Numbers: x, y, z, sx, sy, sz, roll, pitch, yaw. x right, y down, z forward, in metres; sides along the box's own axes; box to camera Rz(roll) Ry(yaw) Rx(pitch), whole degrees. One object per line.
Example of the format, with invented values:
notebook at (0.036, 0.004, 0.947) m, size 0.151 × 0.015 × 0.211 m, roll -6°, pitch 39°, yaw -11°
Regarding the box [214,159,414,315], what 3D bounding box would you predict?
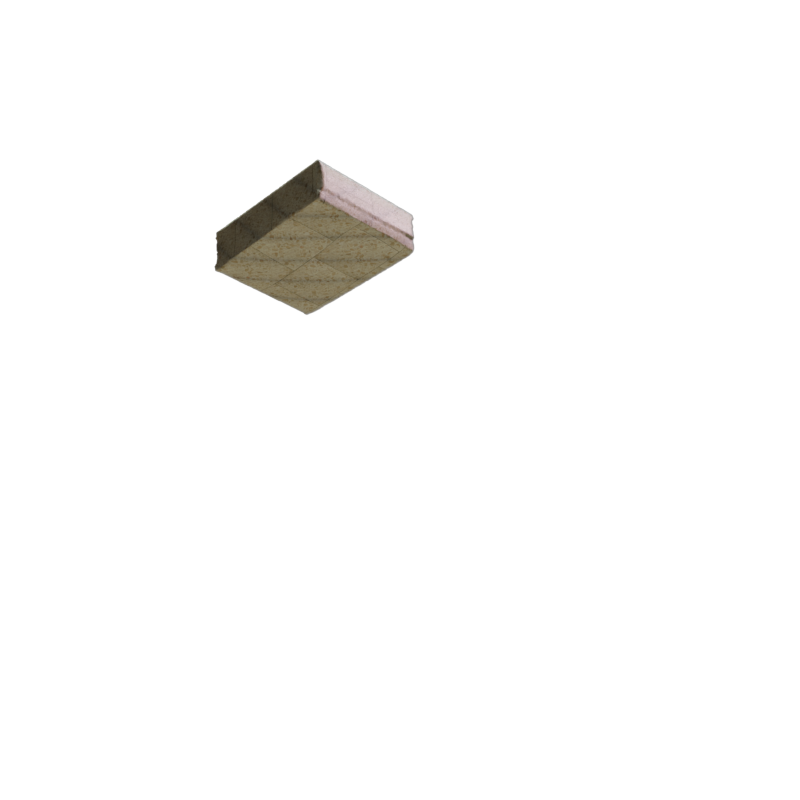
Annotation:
box at (-0.060, -0.110, 0.768) m, size 0.084 × 0.042 × 0.113 m, roll 28°, pitch -42°, yaw -36°
